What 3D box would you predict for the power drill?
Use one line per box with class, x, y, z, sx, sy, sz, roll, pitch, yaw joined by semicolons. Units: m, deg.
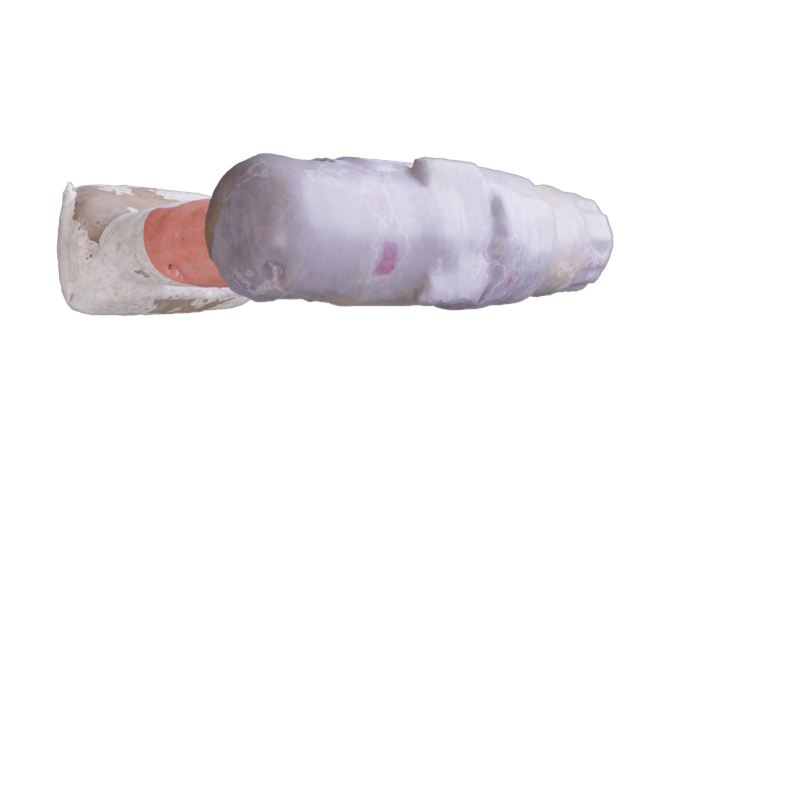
power drill;-0.035;-0.063;0.441;0.177;0.058;0.195;-2;3;-44
